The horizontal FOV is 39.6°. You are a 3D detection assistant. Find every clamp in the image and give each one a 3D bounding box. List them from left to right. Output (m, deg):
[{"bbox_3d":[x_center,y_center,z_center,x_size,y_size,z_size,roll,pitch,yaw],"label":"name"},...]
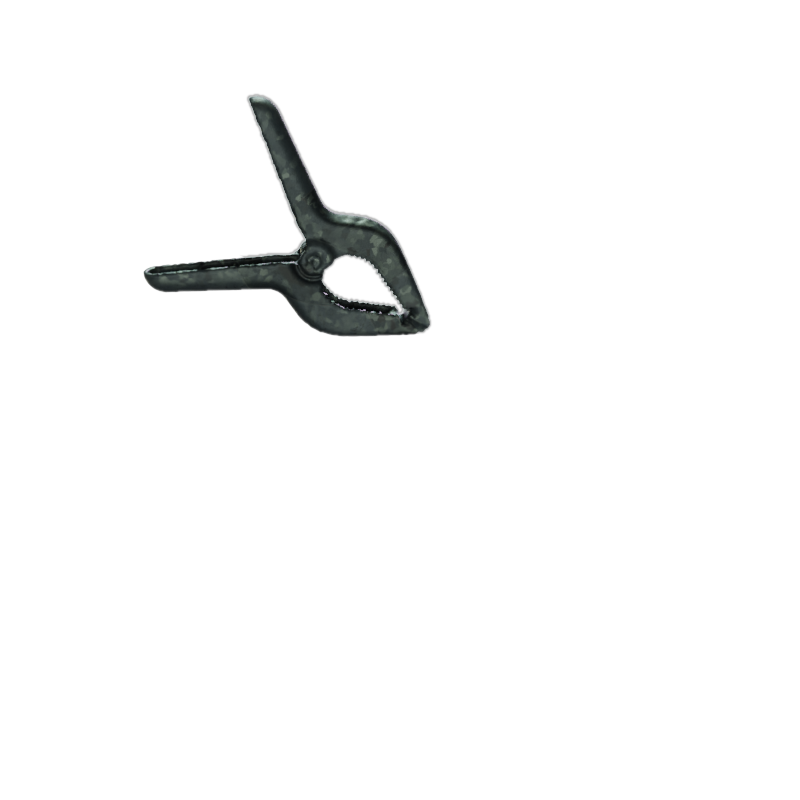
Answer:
[{"bbox_3d":[-0.064,-0.117,0.822,0.207,0.161,0.038,24,15,-7],"label":"clamp"}]
